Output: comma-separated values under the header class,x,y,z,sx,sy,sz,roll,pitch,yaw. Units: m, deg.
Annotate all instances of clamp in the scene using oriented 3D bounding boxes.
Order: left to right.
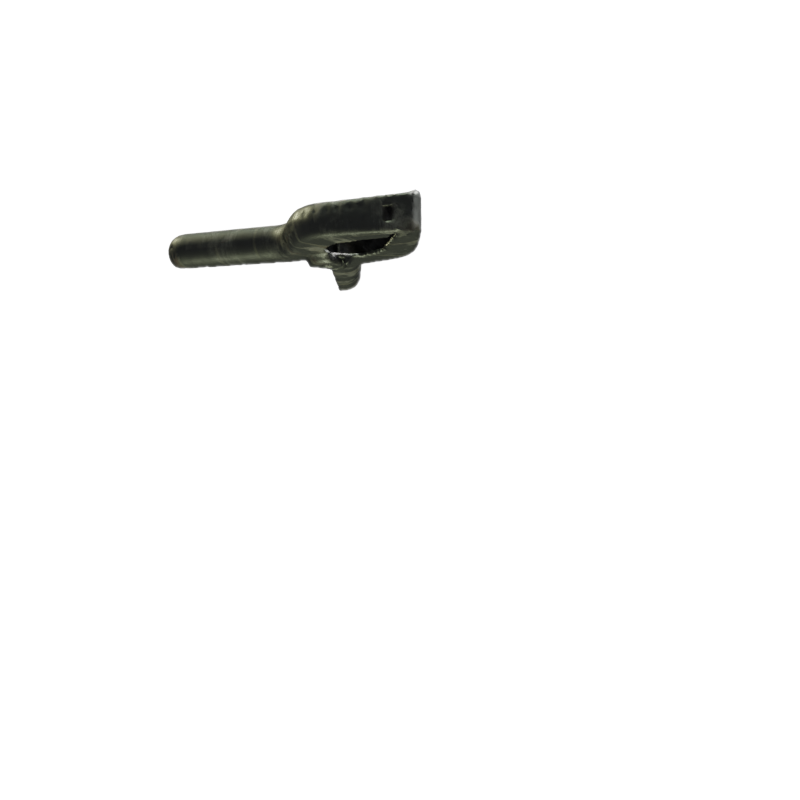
class,x,y,z,sx,sy,sz,roll,pitch,yaw
clamp,-0.062,-0.112,0.787,0.159,0.037,0.213,3,-6,-28
